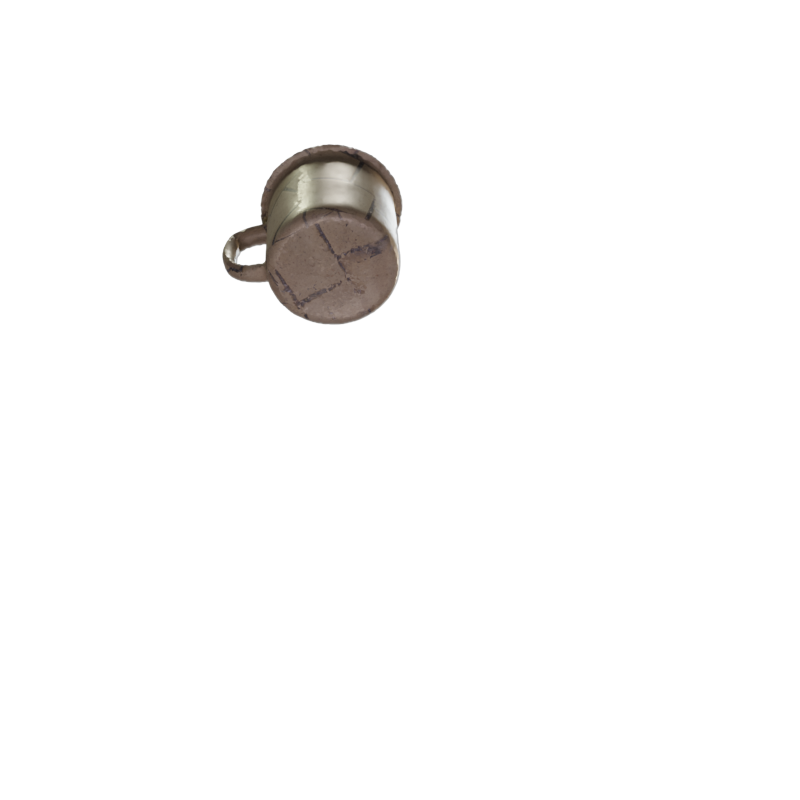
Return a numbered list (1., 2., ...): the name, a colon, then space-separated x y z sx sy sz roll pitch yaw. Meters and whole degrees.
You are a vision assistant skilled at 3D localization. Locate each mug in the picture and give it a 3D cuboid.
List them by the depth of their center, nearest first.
1. mug: -0.054 -0.099 0.694 0.117 0.087 0.087 -9 33 4
